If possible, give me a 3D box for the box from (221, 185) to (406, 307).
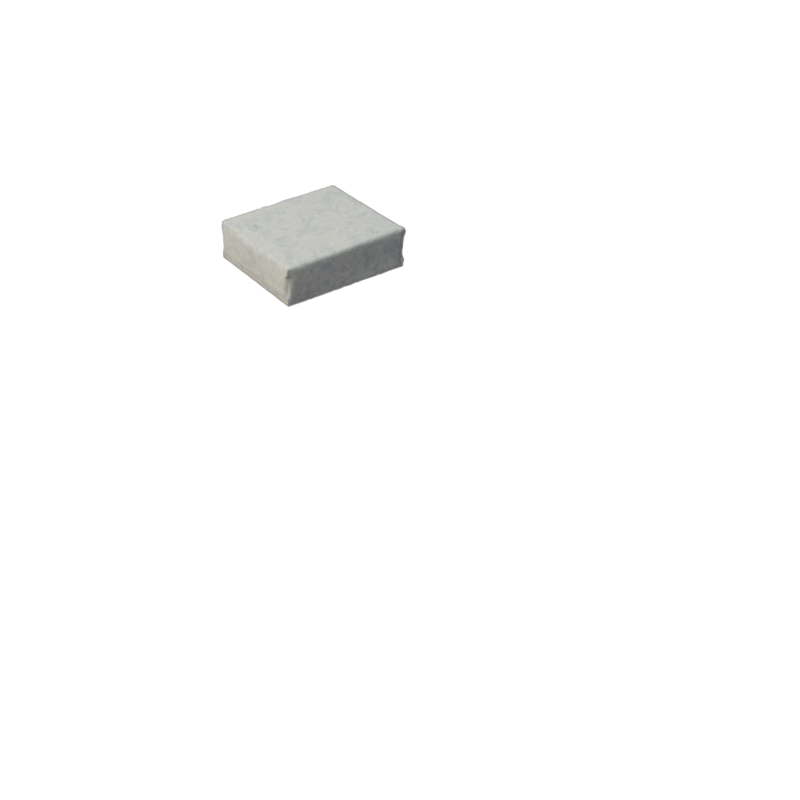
[{"bbox_3d":[-0.053,-0.097,0.677,0.088,0.028,0.079,-23,41,-30],"label":"box"}]
